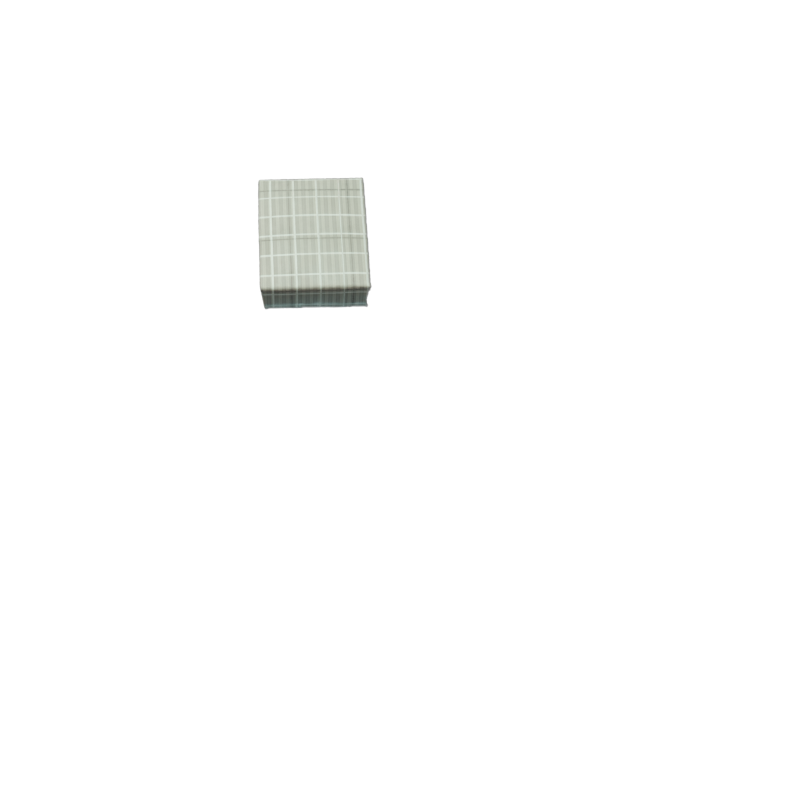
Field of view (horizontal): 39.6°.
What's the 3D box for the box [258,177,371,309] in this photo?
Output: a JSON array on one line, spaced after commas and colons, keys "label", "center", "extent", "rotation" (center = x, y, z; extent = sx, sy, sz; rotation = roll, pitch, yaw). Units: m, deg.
[{"label": "box", "center": [-0.072, -0.132, 0.922], "extent": [0.090, 0.121, 0.037], "rotation": [-3, -29, -2]}]
